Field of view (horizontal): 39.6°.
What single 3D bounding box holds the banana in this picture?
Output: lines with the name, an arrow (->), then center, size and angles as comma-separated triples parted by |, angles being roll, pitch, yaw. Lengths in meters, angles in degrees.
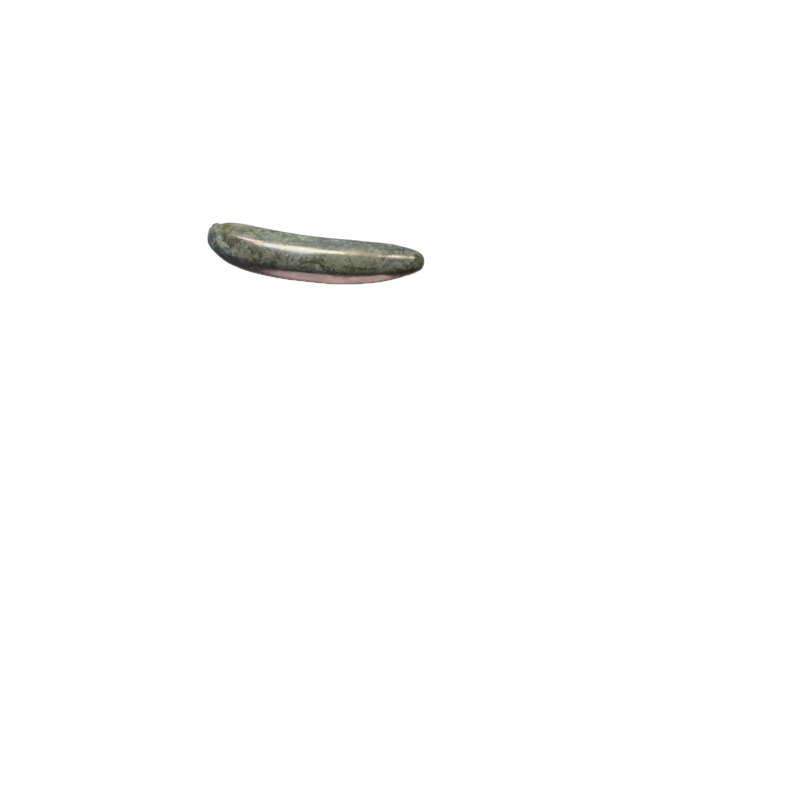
banana -> -0.082, -0.124, 0.913 | 0.205, 0.035, 0.071 | 13, 33, 20
